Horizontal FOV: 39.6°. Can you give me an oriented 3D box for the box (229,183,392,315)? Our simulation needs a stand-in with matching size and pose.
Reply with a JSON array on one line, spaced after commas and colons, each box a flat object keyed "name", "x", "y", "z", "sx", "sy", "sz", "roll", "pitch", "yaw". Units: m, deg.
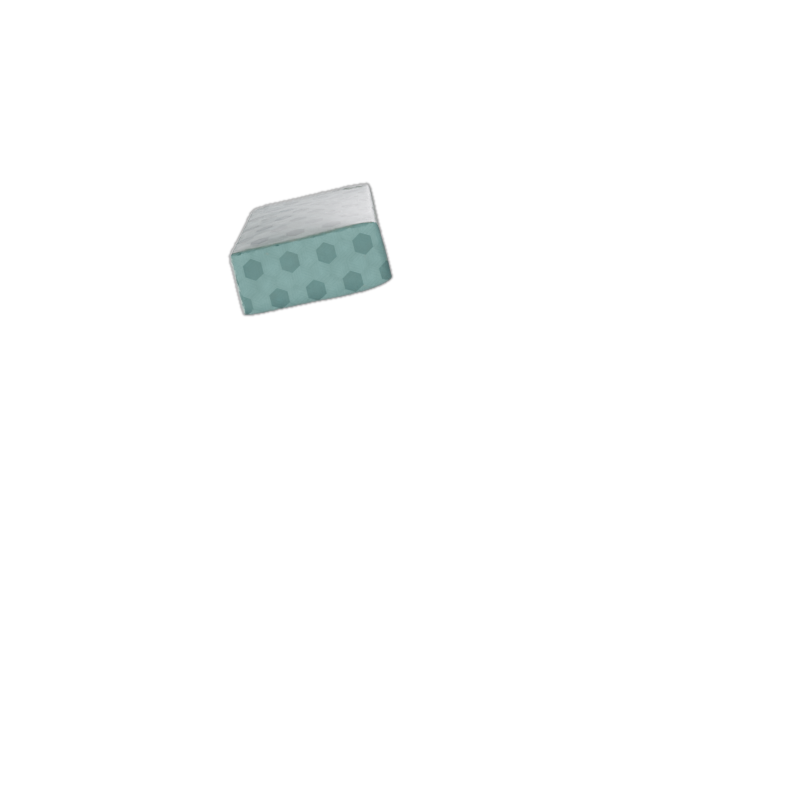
[{"name": "box", "x": -0.058, "y": -0.106, "z": 0.742, "sx": 0.093, "sy": 0.046, "sz": 0.183, "roll": -13, "pitch": 20, "yaw": 1}]
